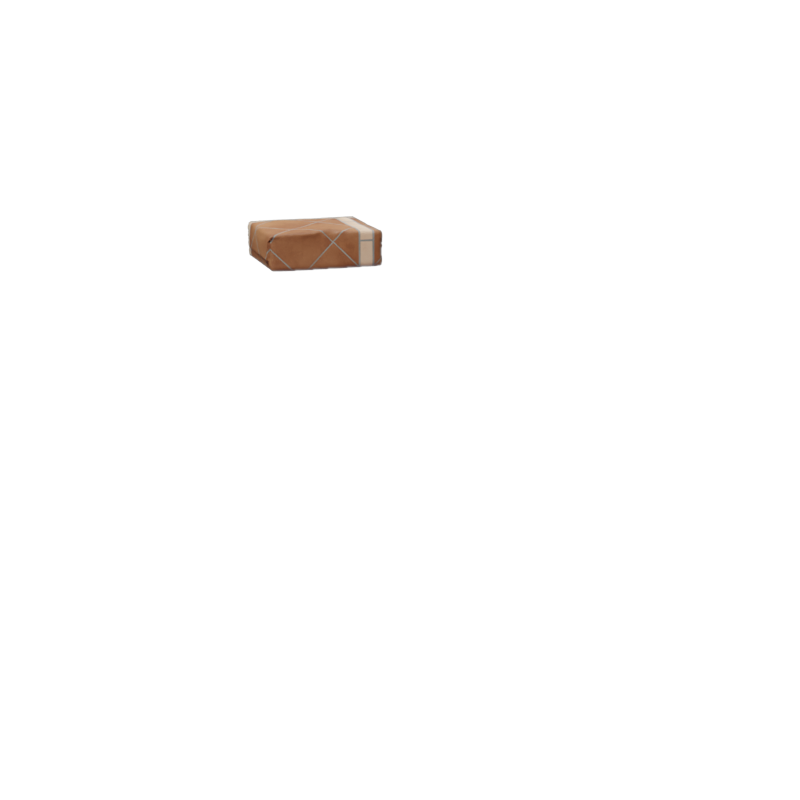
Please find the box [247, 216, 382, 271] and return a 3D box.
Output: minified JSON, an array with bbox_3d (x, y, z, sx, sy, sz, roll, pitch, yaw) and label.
[{"bbox_3d":[-0.067,-0.121,0.849,0.088,0.029,0.077,-5,17,-16],"label":"box"}]
